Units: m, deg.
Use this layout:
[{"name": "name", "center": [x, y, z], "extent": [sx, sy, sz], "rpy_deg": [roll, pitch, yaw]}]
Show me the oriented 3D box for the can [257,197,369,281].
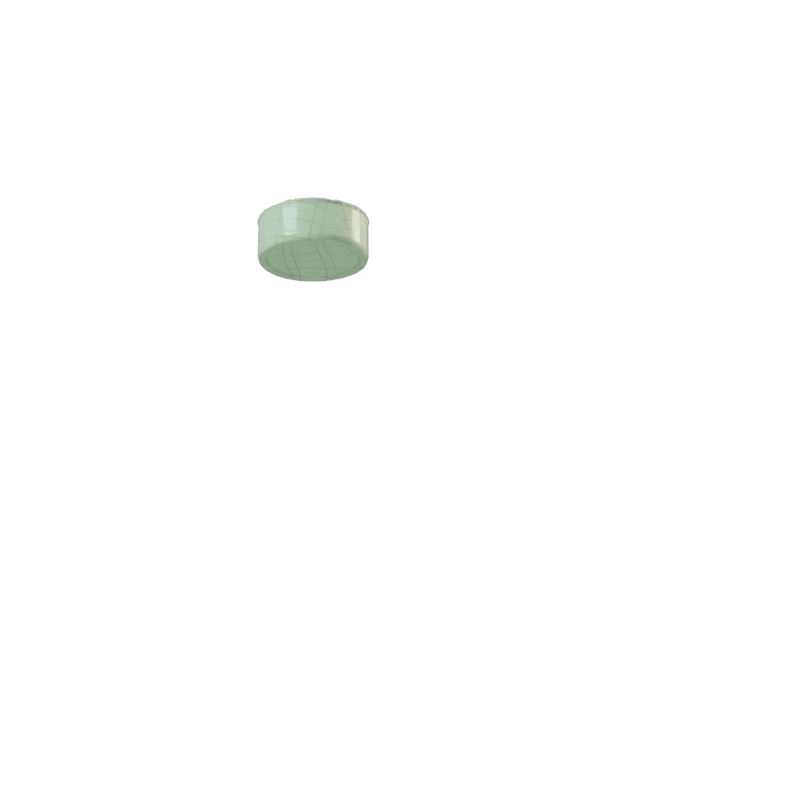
[{"name": "can", "center": [-0.066, -0.121, 0.844], "extent": [0.086, 0.035, 0.082], "rpy_deg": [0, -18, -2]}]
